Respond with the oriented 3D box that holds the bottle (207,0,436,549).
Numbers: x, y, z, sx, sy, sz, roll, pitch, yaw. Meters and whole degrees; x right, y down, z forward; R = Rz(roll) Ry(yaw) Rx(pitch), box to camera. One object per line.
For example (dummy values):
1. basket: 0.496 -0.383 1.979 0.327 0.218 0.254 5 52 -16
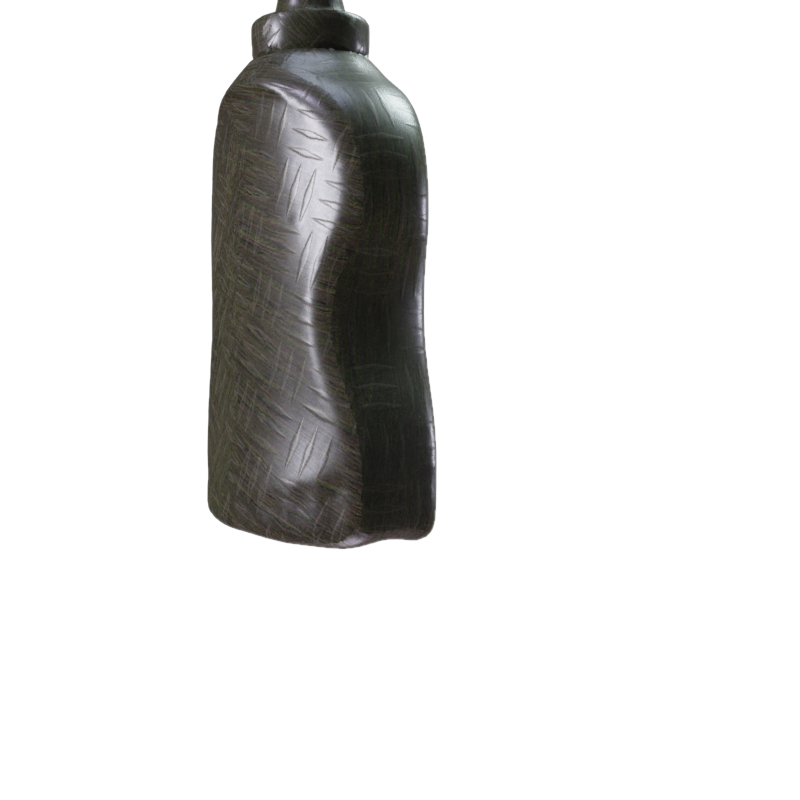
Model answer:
1. bottle: -0.030 -0.054 0.376 0.056 0.194 0.099 3 -4 -34
